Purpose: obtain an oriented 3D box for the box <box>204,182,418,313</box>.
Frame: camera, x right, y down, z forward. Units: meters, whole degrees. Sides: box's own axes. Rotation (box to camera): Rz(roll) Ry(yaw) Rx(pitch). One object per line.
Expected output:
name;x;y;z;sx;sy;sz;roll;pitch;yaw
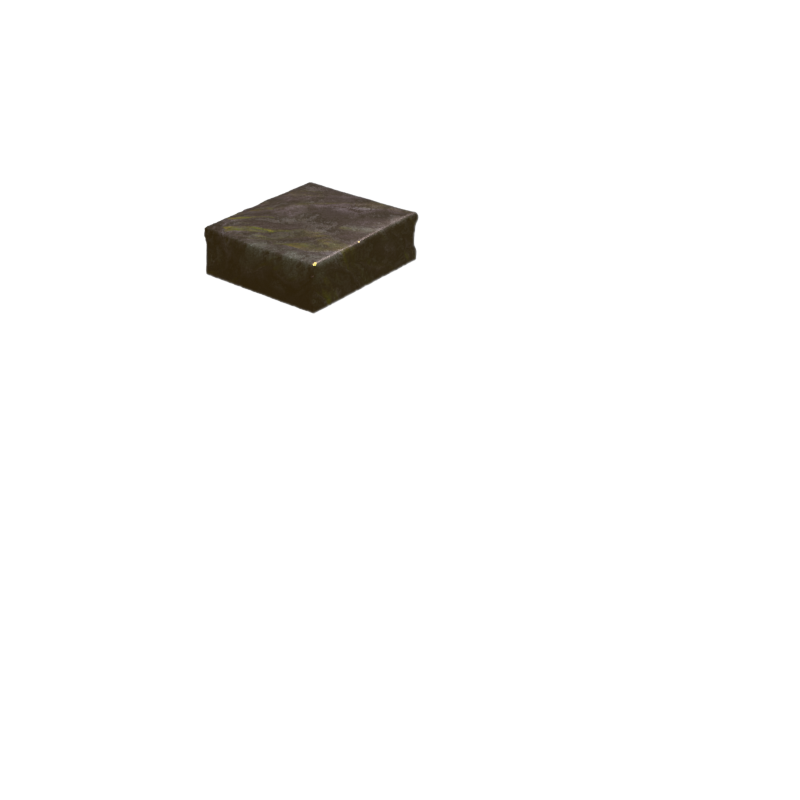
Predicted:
box;-0.045;-0.082;0.572;0.077;0.028;0.089;21;36;32
